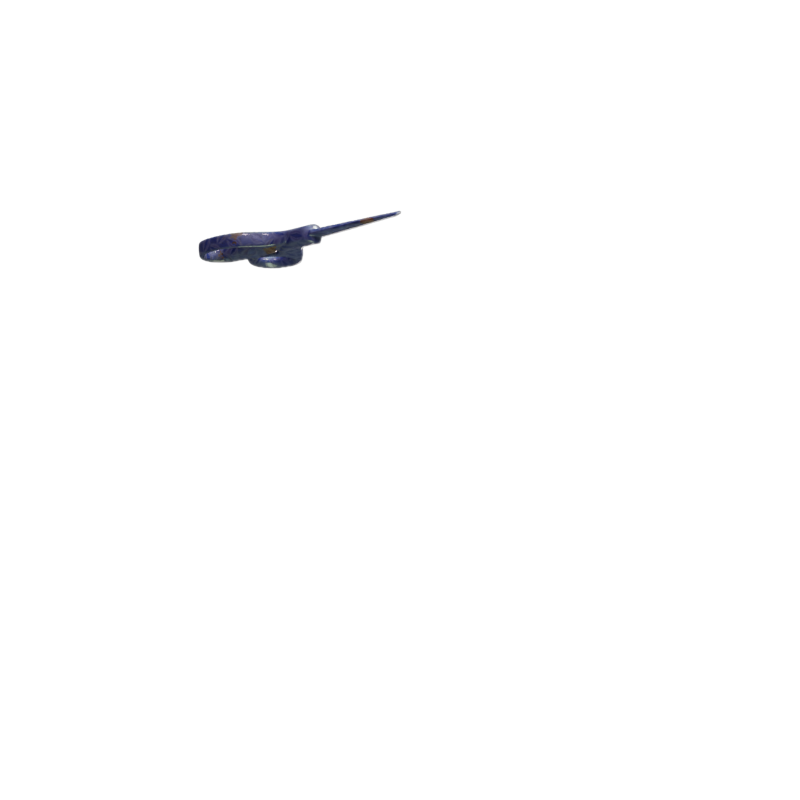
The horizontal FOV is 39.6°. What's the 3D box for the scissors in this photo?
[{"bbox_3d":[-0.070,-0.128,0.899,0.207,0.016,0.091,-3,-6,29],"label":"scissors"}]
